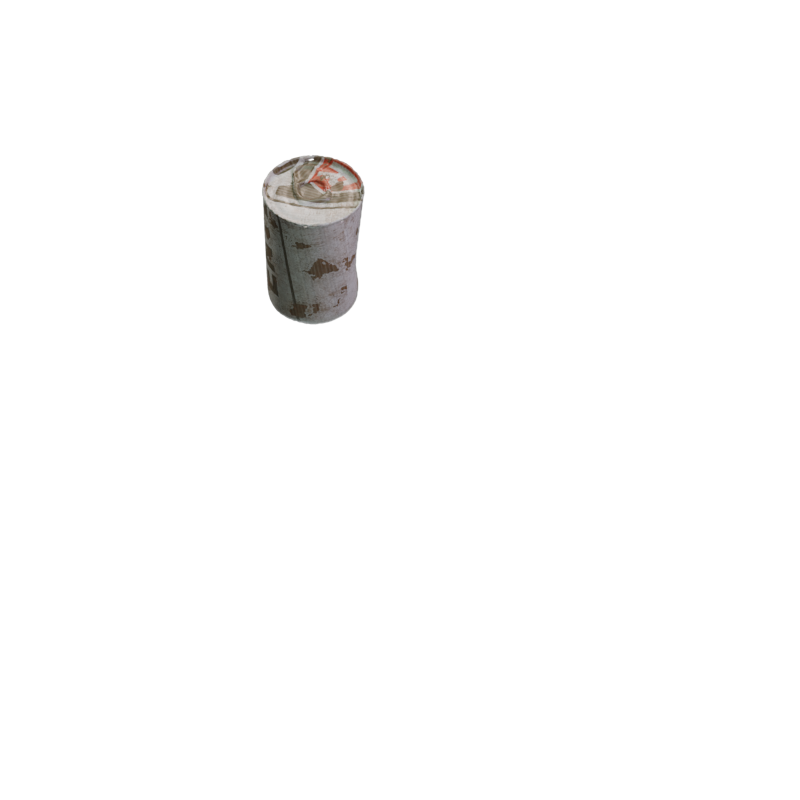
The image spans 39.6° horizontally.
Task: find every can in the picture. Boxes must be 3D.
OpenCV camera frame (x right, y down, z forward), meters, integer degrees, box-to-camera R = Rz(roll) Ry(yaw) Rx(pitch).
[{"bbox_3d":[-0.060,-0.110,0.770,0.068,0.074,0.095,0,-40,-3],"label":"can"}]
